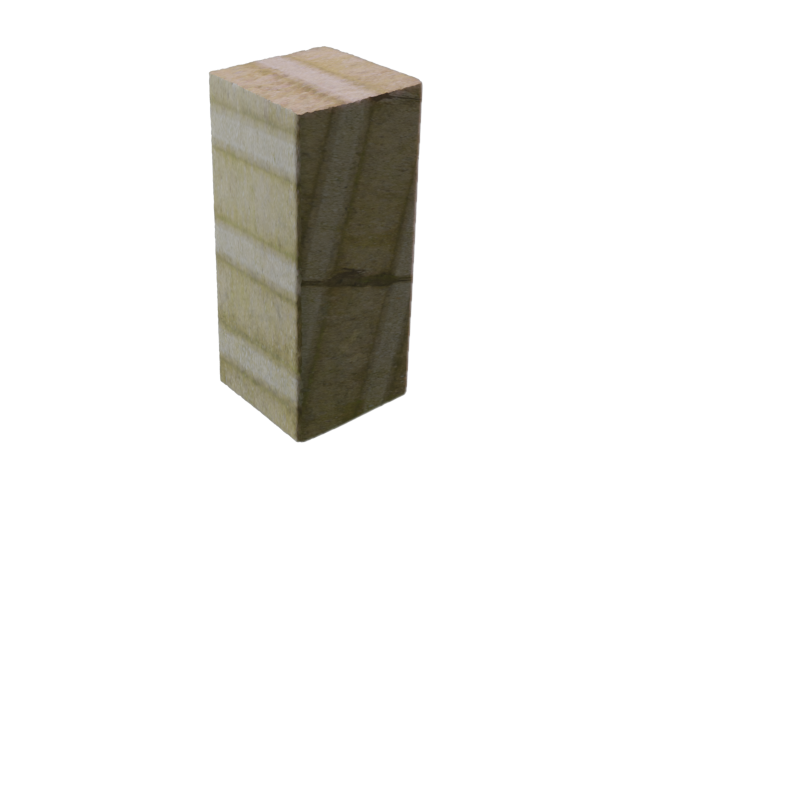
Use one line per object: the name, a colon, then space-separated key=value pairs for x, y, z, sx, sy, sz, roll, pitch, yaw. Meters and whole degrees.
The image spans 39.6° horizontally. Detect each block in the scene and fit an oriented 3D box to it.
block: x=-0.051 y=-0.095 z=0.663 sx=0.089 sy=0.195 sz=0.097 roll=-21 pitch=36 yaw=-35
